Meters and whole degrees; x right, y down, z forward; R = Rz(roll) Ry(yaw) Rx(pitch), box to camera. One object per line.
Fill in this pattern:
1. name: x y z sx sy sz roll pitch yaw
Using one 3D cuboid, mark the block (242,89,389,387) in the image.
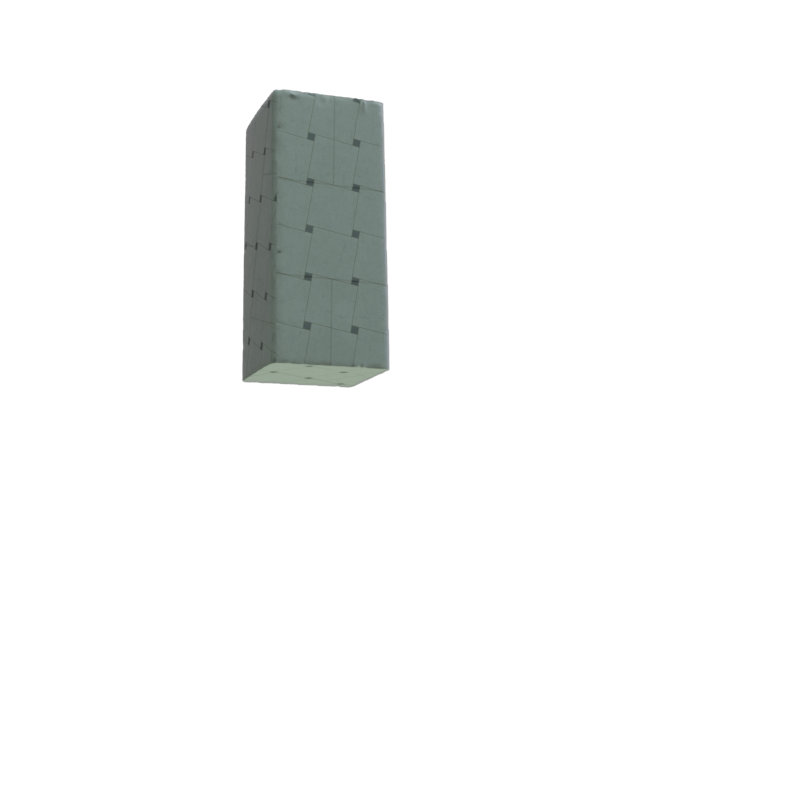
1. block: -0.066 -0.121 0.844 0.088 0.214 0.089 4 -16 -20
